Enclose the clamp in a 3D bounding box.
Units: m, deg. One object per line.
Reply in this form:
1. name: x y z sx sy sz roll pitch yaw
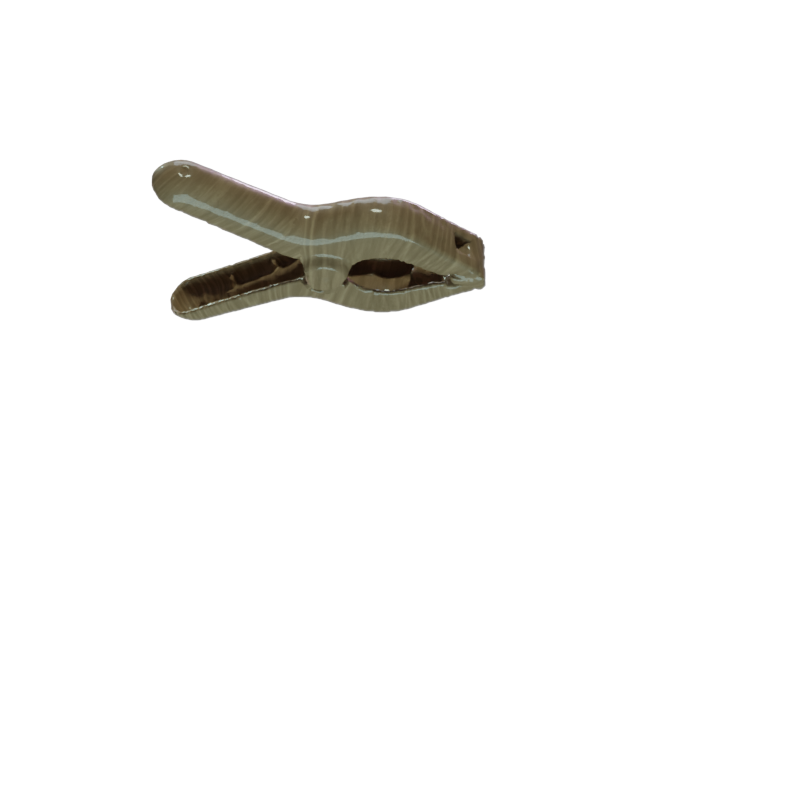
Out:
1. clamp: -0.044 -0.079 0.557 0.173 0.042 0.112 -3 -24 6
